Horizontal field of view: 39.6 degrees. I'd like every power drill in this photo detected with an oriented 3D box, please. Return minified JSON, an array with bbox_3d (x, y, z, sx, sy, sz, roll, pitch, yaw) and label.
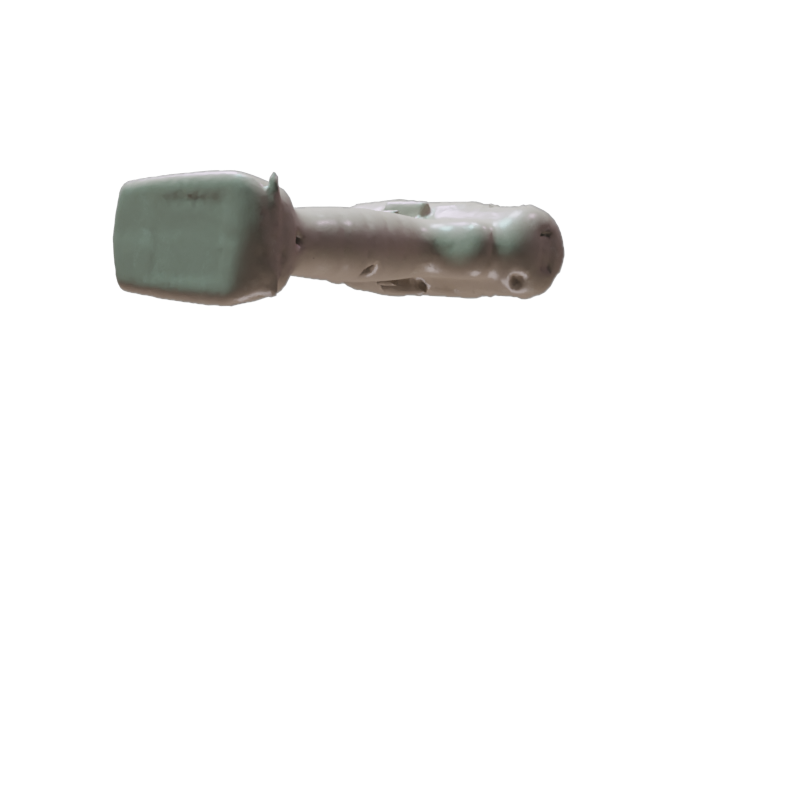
[{"bbox_3d":[-0.043,-0.078,0.548,0.181,0.057,0.192,-6,9,-43],"label":"power drill"}]
